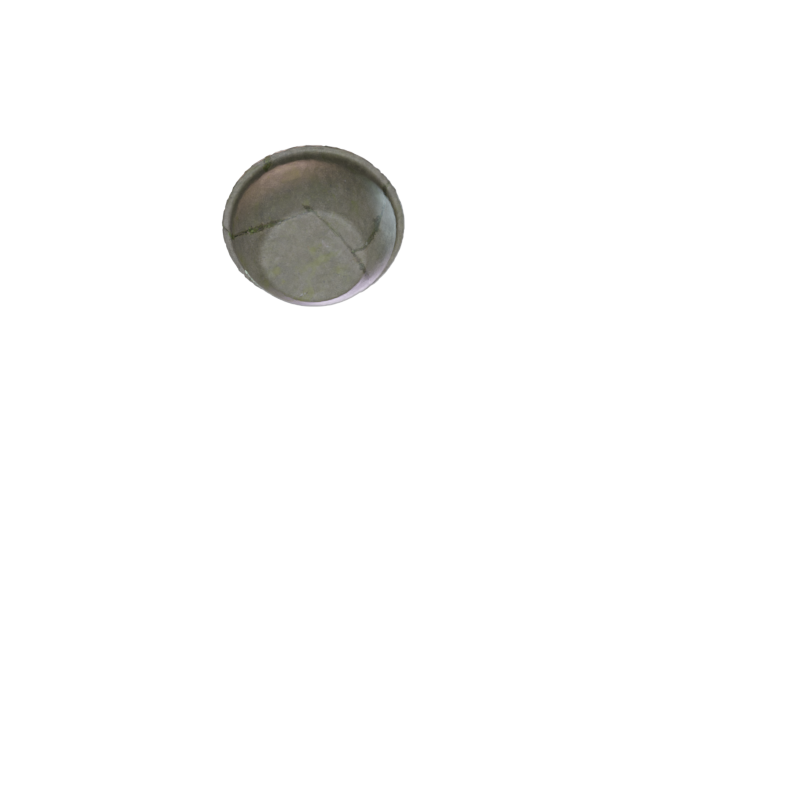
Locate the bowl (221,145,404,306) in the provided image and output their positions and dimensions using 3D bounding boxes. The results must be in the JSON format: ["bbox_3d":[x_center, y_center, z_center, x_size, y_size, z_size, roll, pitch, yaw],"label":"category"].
[{"bbox_3d":[-0.075,-0.137,0.961,0.162,0.152,0.059,1,33,-1],"label":"bowl"}]
